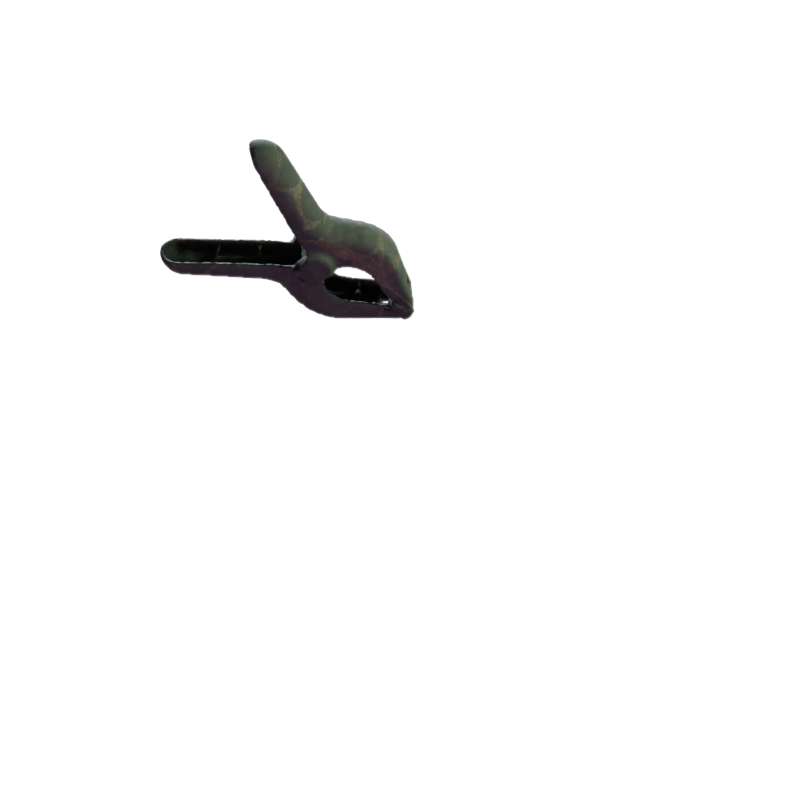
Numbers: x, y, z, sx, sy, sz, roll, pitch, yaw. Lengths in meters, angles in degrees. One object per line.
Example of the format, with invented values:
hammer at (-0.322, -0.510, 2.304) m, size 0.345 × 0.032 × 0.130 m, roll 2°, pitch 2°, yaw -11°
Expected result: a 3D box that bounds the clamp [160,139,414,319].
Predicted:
clamp at (-0.056, -0.102, 0.715) m, size 0.165 × 0.042 × 0.117 m, roll 16°, pitch -37°, yaw -23°
